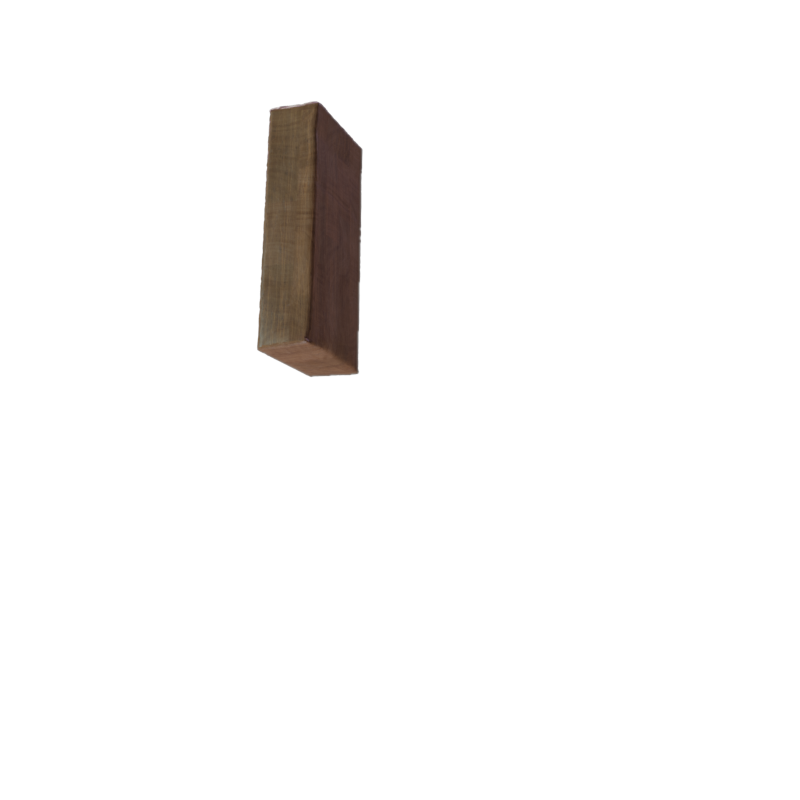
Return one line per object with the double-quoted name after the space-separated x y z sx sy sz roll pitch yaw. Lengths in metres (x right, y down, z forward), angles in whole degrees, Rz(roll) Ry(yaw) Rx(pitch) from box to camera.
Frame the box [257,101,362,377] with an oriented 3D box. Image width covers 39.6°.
-0.062 -0.112 0.788 0.049 0.184 0.088 -8 -19 19 "box"
